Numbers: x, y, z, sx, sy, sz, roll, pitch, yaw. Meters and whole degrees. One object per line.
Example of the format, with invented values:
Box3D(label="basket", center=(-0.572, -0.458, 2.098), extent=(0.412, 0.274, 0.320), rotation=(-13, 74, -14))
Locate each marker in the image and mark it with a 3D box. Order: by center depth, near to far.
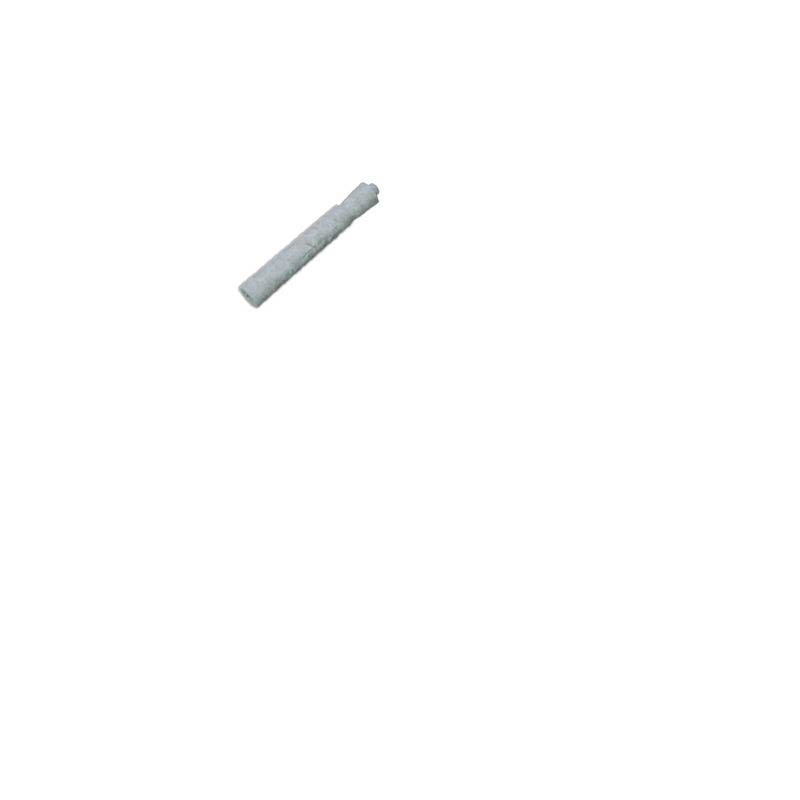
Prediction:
Box3D(label="marker", center=(-0.060, -0.109, 0.765), extent=(0.122, 0.019, 0.020), rotation=(-43, 18, -15))
